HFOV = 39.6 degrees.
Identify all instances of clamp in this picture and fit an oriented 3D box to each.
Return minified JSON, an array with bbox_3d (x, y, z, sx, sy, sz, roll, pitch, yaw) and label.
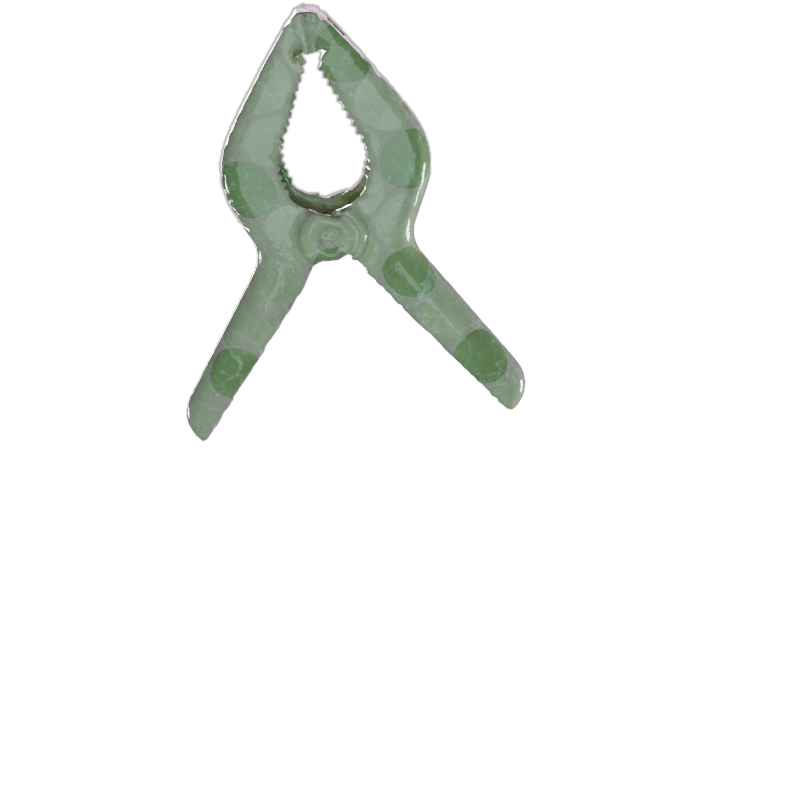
[{"bbox_3d":[-0.040,-0.073,0.515,0.165,0.200,0.038,-13,20,4],"label":"clamp"}]
